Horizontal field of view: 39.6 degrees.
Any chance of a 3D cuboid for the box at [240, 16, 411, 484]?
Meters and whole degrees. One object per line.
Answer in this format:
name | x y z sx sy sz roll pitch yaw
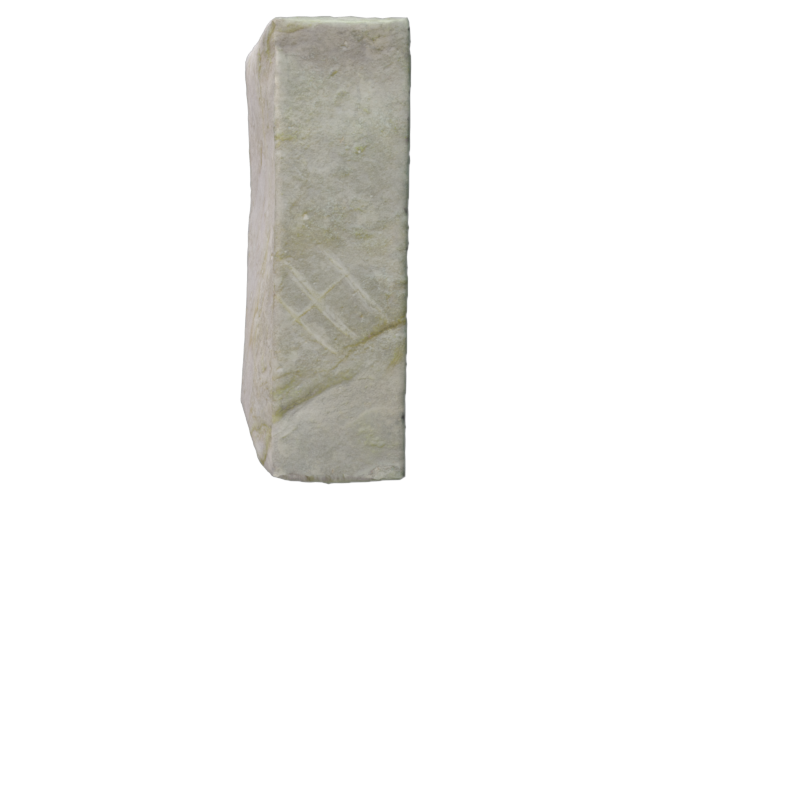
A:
box | -0.045 -0.082 0.577 0.071 0.211 0.169 -1 7 -11
